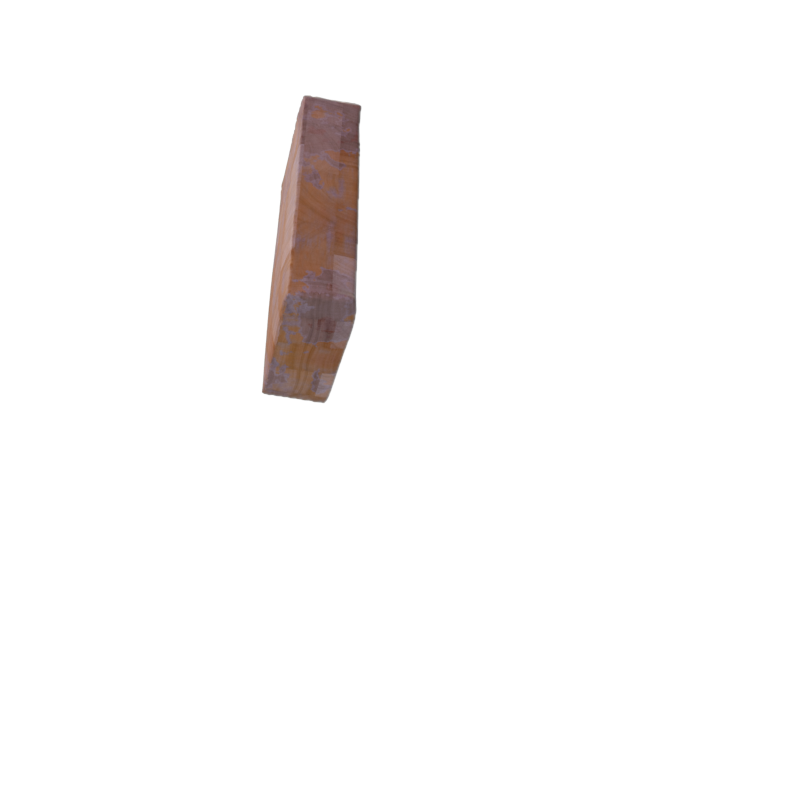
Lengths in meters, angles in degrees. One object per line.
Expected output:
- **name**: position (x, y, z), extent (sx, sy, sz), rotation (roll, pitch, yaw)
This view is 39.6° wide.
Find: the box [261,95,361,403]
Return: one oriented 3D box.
- **box**: position (-0.054, -0.098, 0.685), extent (0.047, 0.189, 0.088), rotation (7, -43, -12)
